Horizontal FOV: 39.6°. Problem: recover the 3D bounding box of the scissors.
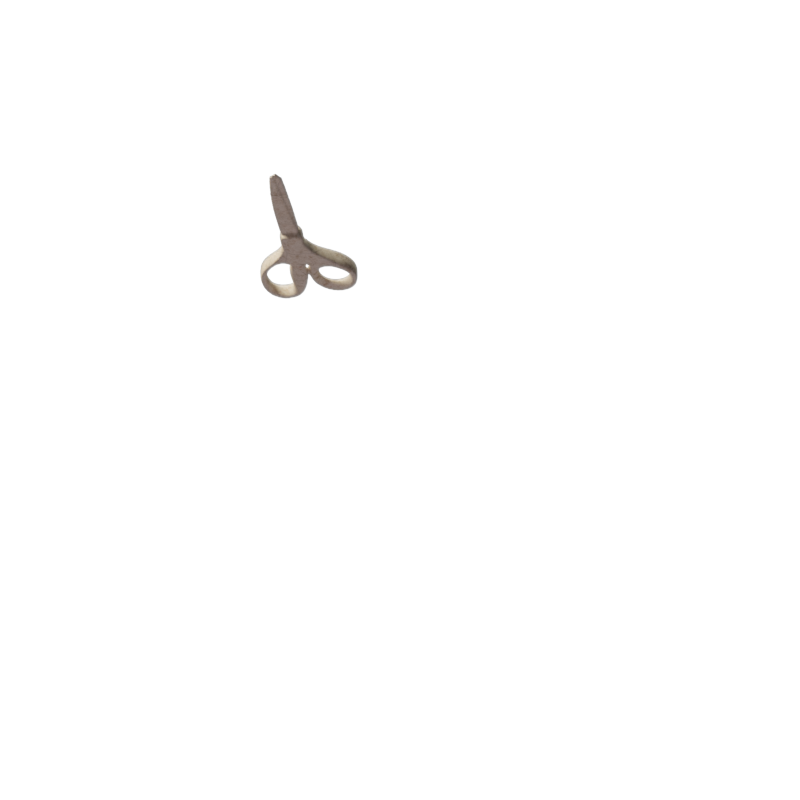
[{"bbox_3d":[-0.074,-0.135,0.943,0.095,0.017,0.194,4,-22,-11],"label":"scissors"}]
